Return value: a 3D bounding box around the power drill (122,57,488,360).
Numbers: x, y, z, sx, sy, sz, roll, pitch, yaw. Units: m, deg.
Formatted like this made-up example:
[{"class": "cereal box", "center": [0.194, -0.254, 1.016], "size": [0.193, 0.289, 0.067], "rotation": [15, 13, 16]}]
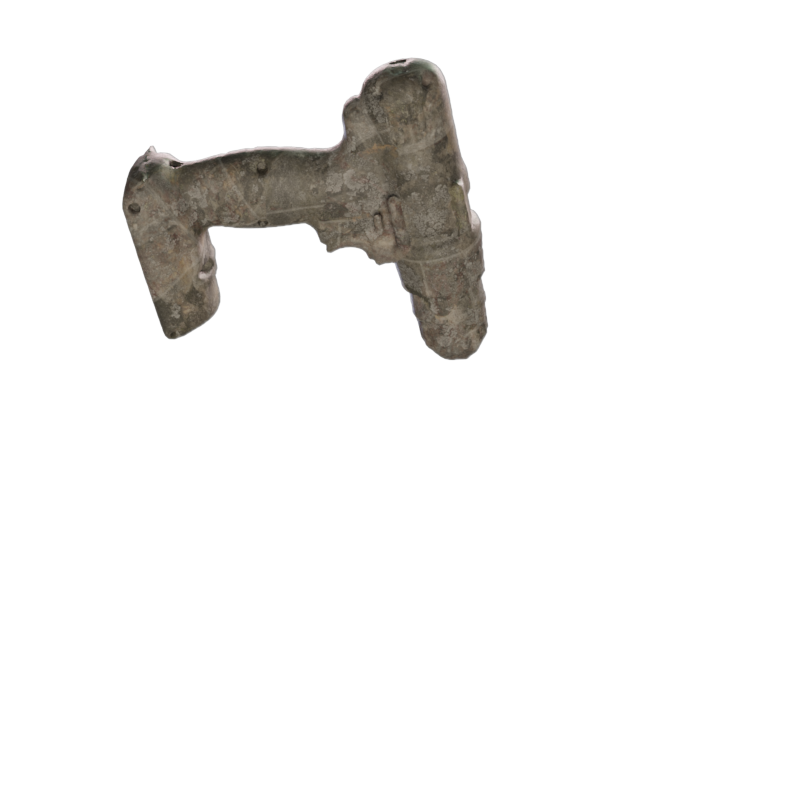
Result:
[{"class": "power drill", "center": [-0.049, -0.089, 0.625], "size": [0.188, 0.173, 0.061], "rotation": [-11, 28, 5]}]
